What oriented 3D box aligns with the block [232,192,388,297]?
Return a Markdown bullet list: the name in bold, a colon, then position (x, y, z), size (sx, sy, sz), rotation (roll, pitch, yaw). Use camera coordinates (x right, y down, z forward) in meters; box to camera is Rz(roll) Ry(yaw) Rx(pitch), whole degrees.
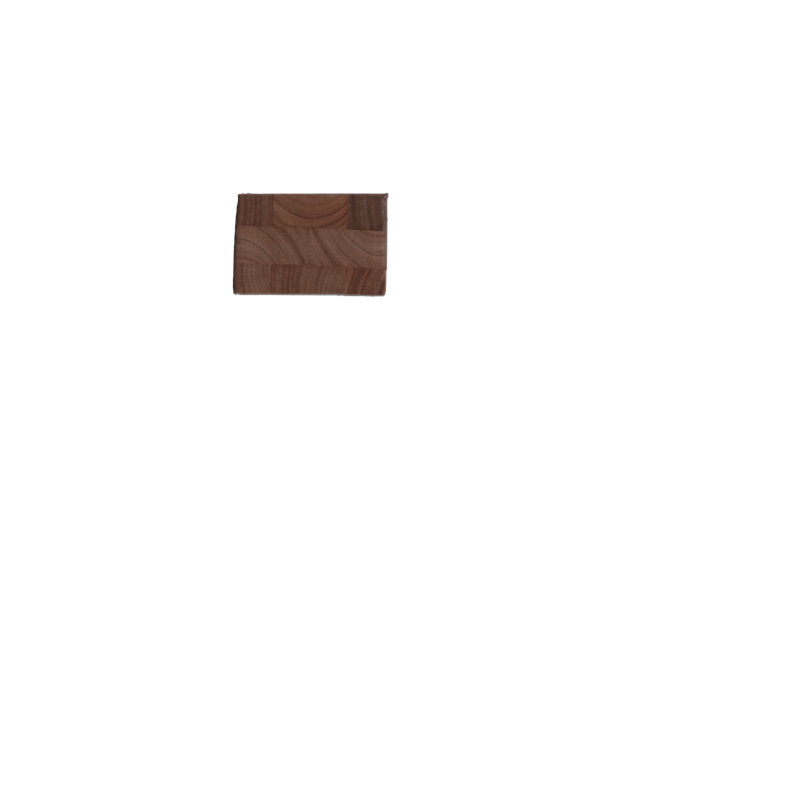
- **block**: position (-0.045, -0.082, 0.576), size (0.078, 0.051, 0.053), rotation (1, 8, 2)
